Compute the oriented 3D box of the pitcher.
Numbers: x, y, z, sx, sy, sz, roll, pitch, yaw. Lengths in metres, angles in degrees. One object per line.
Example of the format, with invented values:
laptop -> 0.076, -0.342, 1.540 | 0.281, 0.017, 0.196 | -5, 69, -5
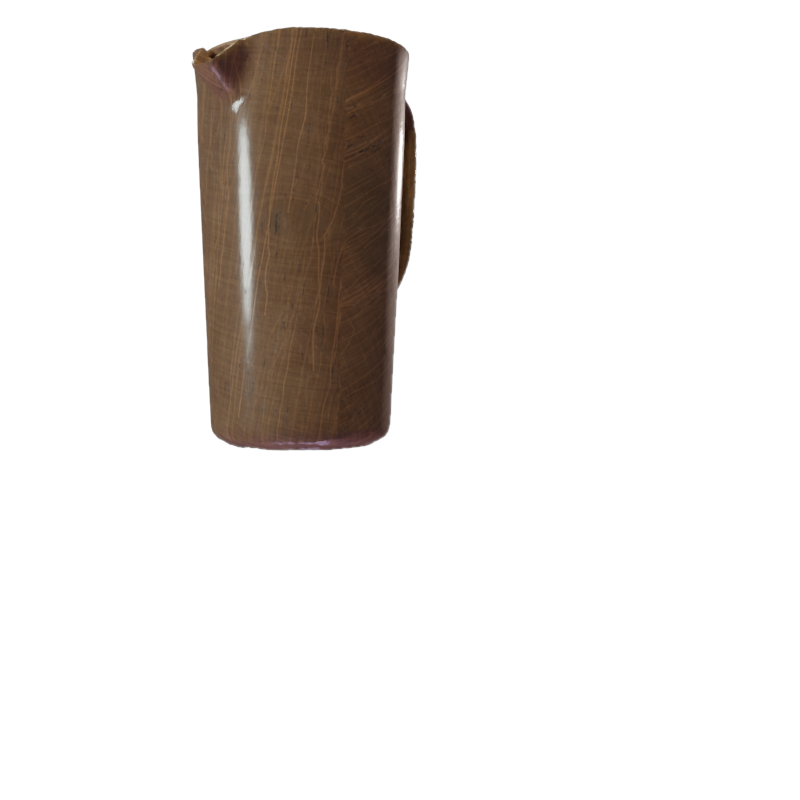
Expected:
pitcher -> -0.053, -0.097, 0.682 | 0.148, 0.245, 0.145 | 0, -2, -7
